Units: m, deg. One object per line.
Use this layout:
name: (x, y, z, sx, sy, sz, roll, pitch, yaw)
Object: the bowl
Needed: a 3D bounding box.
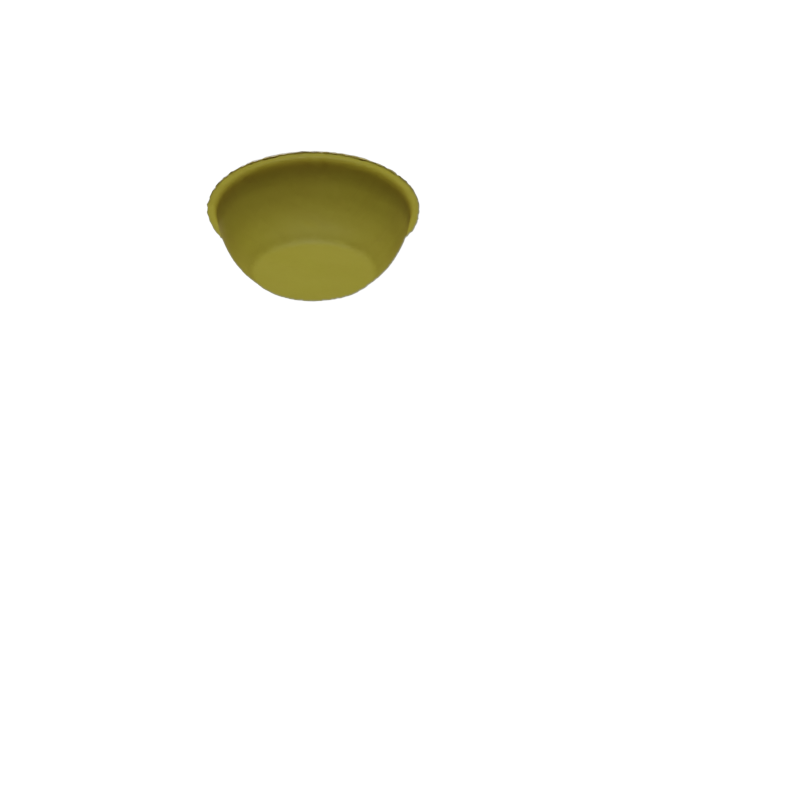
bowl: (-0.065, -0.119, 0.832, 0.162, 0.058, 0.153, 1, -25, -2)
